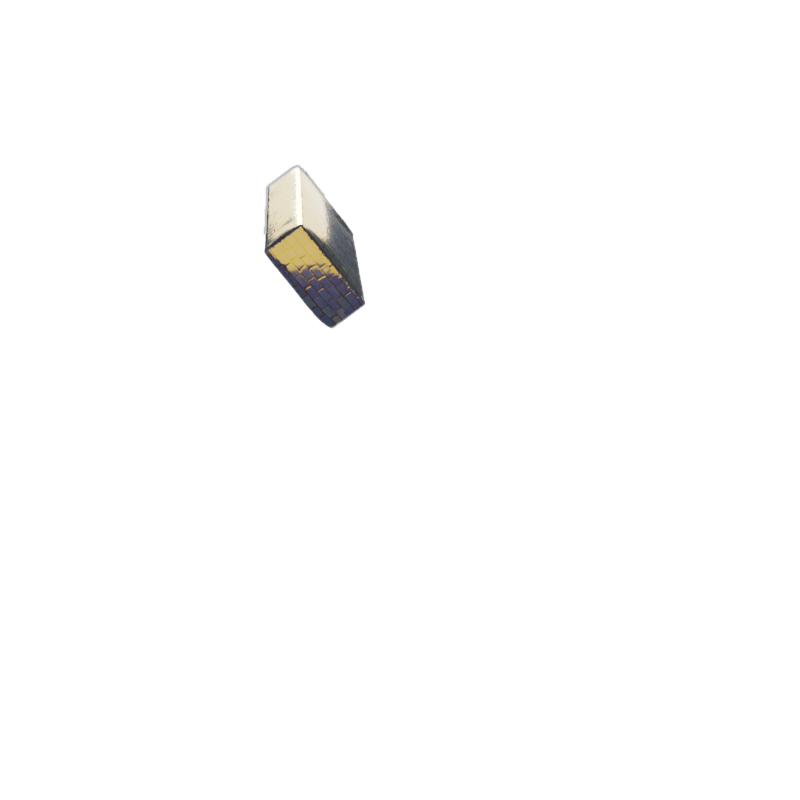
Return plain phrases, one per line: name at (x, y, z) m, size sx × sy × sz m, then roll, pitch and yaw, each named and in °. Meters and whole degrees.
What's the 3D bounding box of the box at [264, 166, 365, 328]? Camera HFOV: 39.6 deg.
box at (-0.078, -0.143, 0.998) m, size 0.048 × 0.089 × 0.186 m, roll -34°, pitch 25°, yaw 14°
